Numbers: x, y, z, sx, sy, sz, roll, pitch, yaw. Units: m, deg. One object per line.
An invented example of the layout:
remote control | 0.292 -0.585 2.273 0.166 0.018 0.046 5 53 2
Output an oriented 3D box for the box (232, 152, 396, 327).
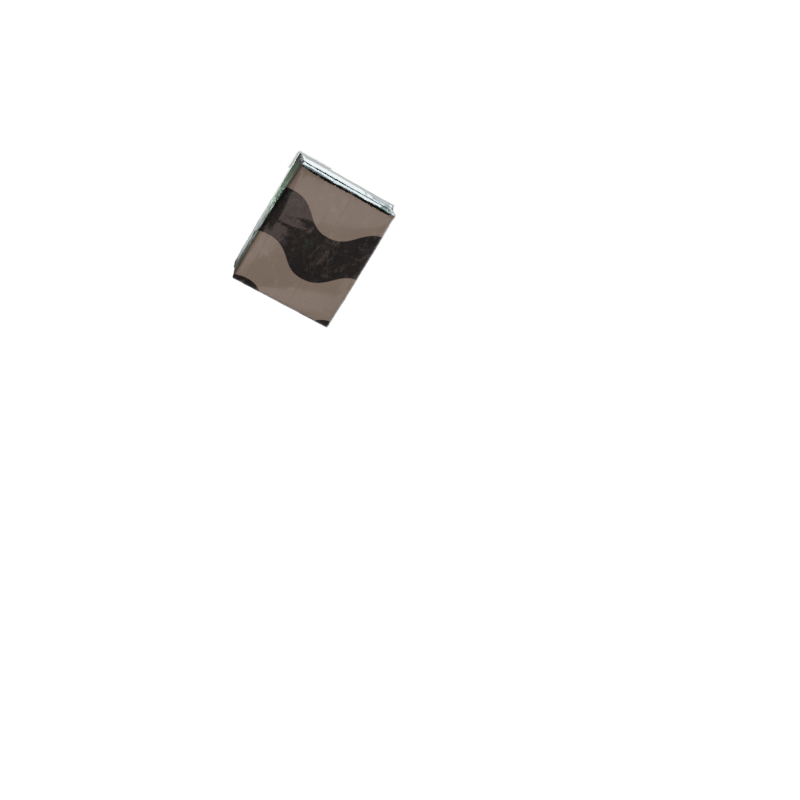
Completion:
box | -0.070 -0.127 0.890 0.087 0.111 0.041 29 19 -12
